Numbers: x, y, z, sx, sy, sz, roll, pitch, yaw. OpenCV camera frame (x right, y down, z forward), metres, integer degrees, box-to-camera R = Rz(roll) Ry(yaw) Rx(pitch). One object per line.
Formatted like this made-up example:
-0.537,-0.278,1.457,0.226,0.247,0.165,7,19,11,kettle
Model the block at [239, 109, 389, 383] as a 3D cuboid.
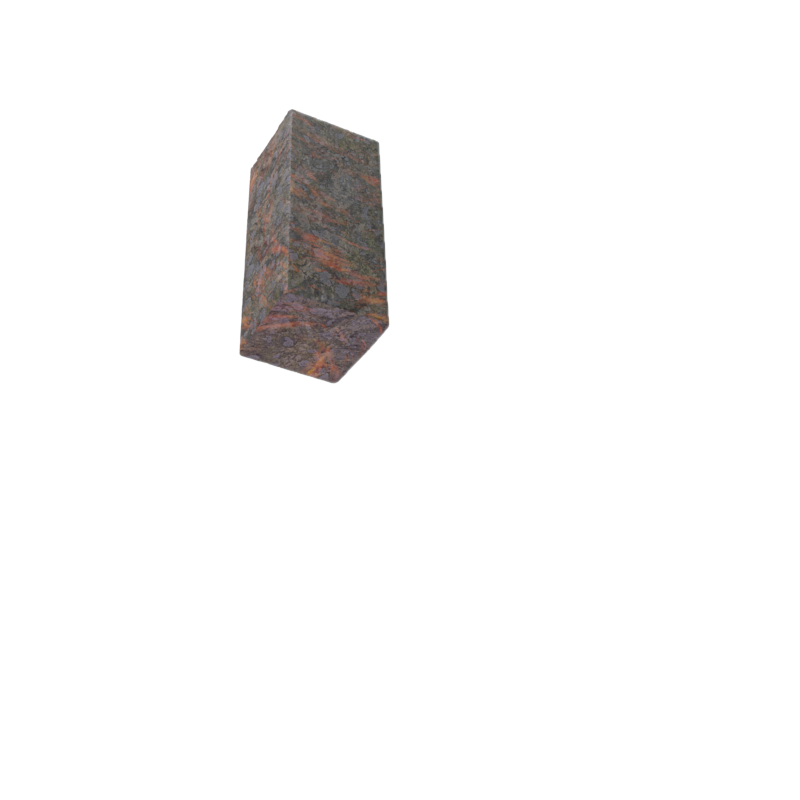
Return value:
-0.072,-0.131,0.922,0.087,0.221,0.087,17,-43,-23,block
